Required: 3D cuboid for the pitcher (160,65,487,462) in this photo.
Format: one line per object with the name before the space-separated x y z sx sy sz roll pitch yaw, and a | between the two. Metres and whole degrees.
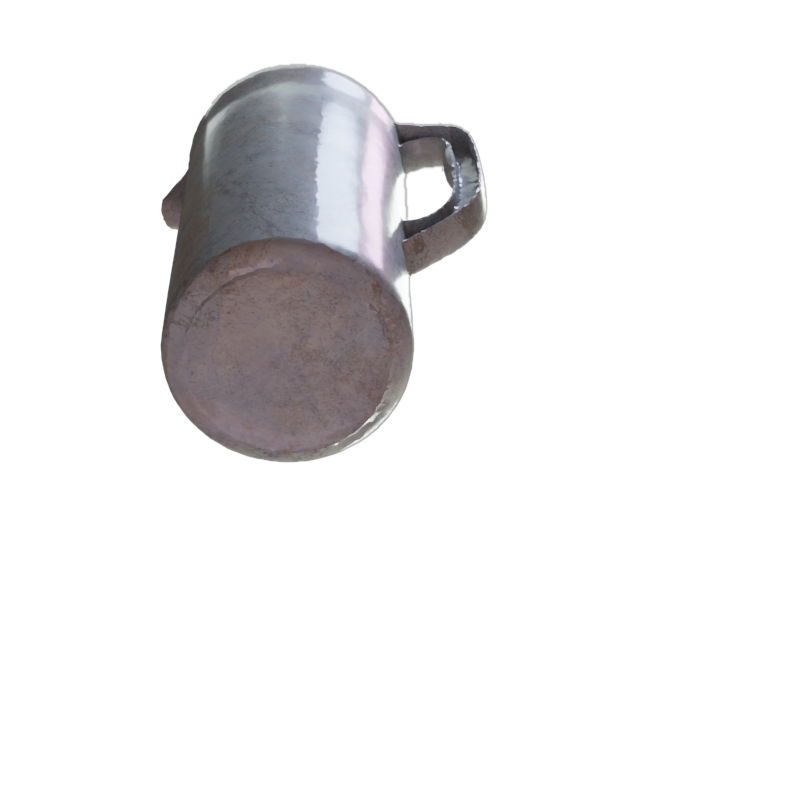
pitcher | -0.045 -0.081 0.570 0.140 0.145 0.258 28 24 -17
